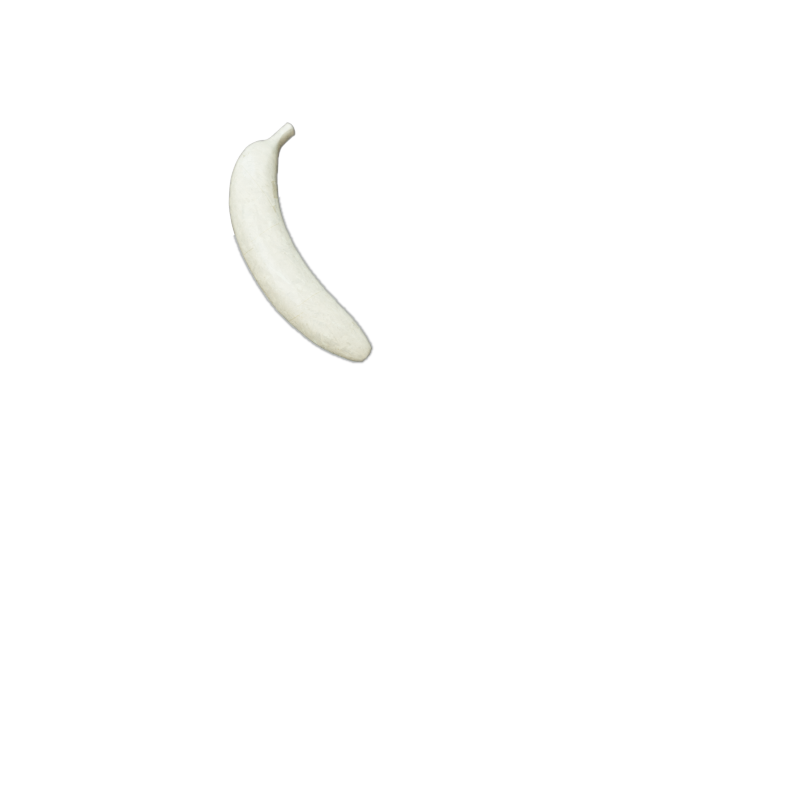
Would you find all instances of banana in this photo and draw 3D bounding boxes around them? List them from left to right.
[{"bbox_3d":[-0.082,-0.113,0.807,0.069,0.208,0.035,-17,-18,-6],"label":"banana"}]
